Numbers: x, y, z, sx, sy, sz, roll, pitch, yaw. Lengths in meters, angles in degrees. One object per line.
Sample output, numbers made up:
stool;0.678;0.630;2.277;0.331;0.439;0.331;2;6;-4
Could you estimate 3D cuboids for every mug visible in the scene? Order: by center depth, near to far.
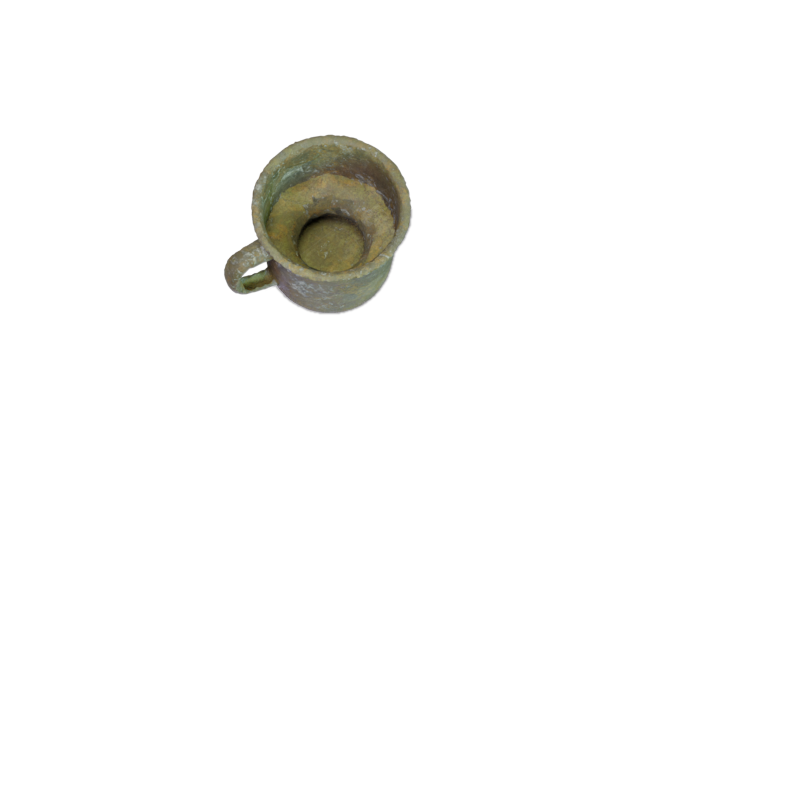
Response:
mug;-0.053;-0.096;0.675;0.117;0.098;0.078;-30;-15;-11
